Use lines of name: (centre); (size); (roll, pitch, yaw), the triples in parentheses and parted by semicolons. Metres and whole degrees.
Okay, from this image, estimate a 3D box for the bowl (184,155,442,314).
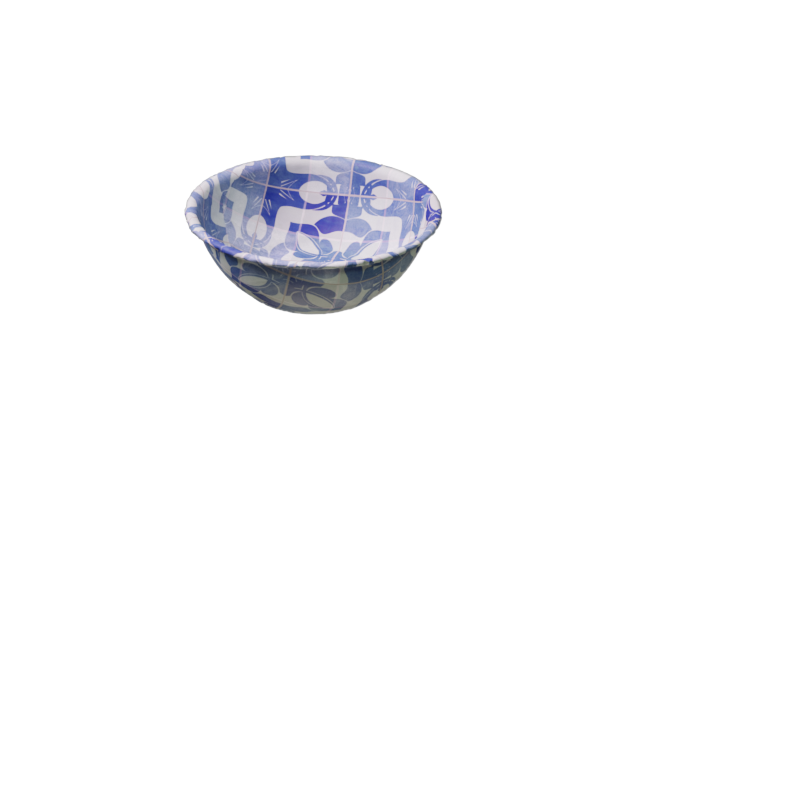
bowl: (-0.055, -0.101, 0.707); (0.162, 0.052, 0.173); (-1, 33, -2)
